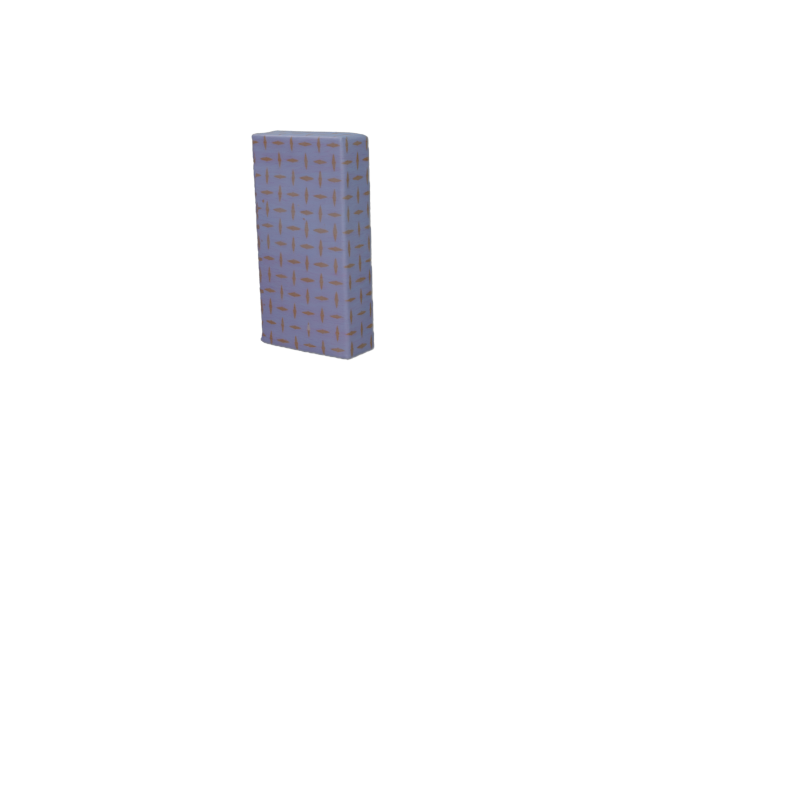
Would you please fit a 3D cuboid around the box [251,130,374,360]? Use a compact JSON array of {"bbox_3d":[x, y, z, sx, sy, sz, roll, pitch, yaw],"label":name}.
[{"bbox_3d":[-0.070,-0.128,0.893,0.098,0.172,0.047,8,12,35],"label":"box"}]
